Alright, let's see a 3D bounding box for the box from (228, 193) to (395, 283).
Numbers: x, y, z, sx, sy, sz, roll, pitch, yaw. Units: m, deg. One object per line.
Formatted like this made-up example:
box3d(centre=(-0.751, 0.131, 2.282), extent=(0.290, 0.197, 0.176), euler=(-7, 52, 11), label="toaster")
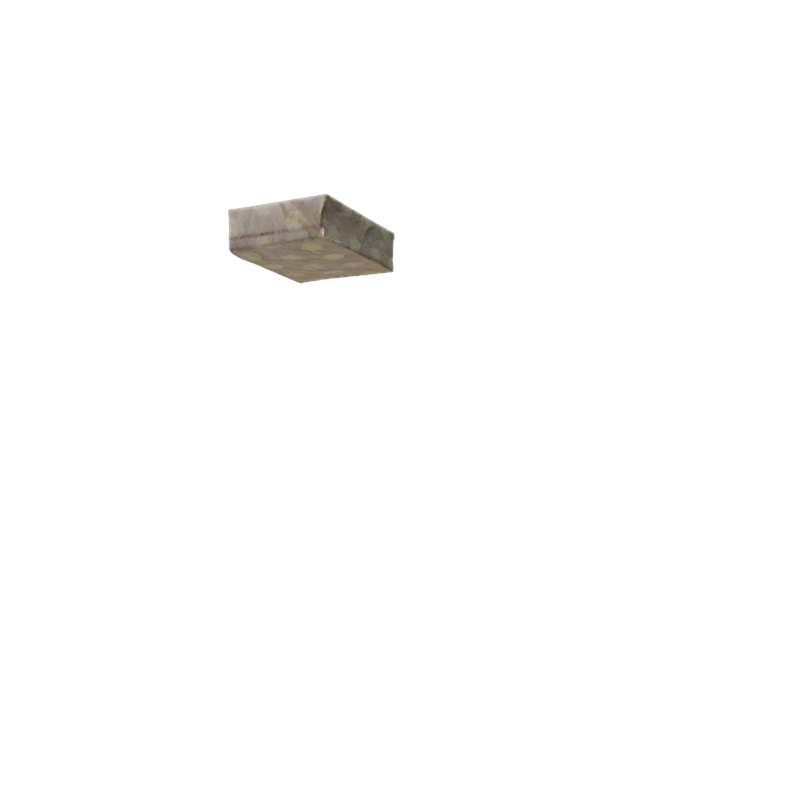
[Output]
box3d(centre=(-0.068, -0.124, 0.870), extent=(0.092, 0.040, 0.107), euler=(-5, -10, 28), label="box")
